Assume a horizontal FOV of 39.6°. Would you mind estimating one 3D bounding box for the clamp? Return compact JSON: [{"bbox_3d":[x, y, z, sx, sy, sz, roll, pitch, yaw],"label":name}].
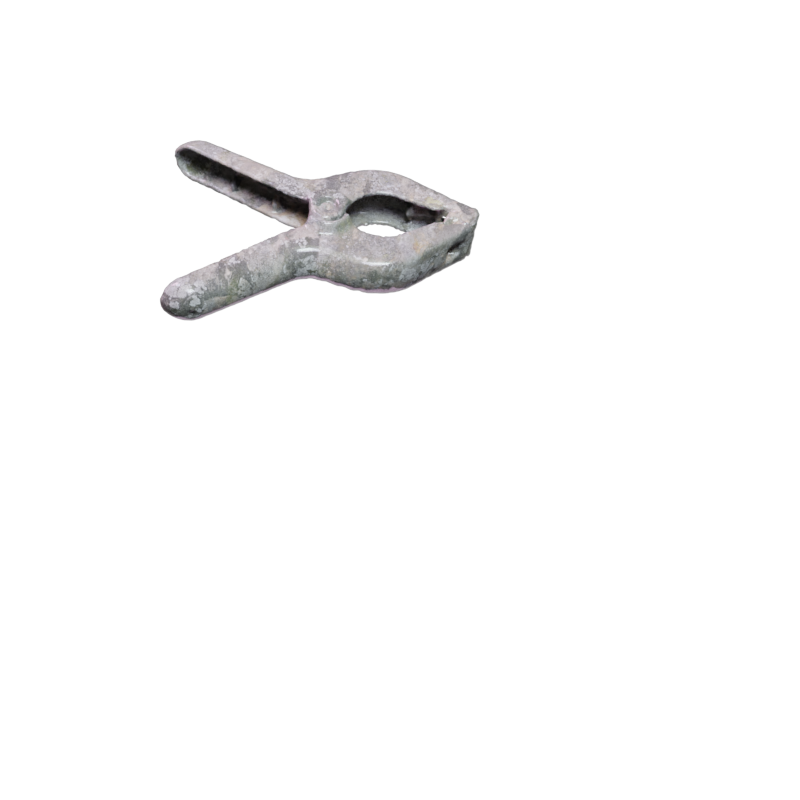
[{"bbox_3d":[-0.046,-0.084,0.586,0.173,0.128,0.037,6,-34,4],"label":"clamp"}]
